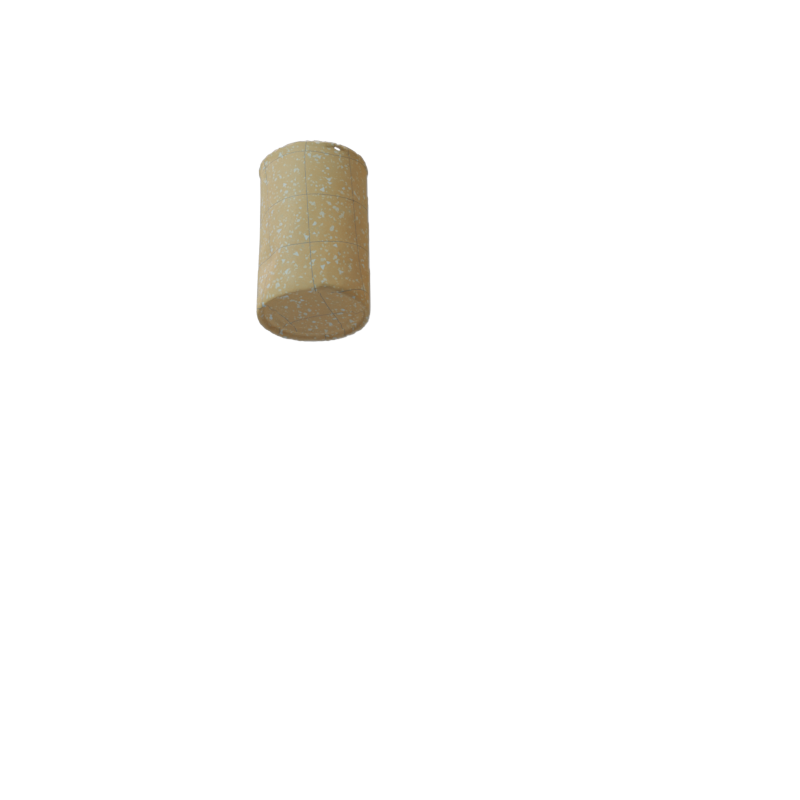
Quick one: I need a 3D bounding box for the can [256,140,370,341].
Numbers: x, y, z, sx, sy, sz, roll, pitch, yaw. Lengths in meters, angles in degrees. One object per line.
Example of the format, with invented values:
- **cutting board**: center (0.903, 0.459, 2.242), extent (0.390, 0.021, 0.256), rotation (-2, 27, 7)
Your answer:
- **can**: center (-0.052, -0.095, 0.663), extent (0.068, 0.109, 0.064), rotation (0, -28, -2)
